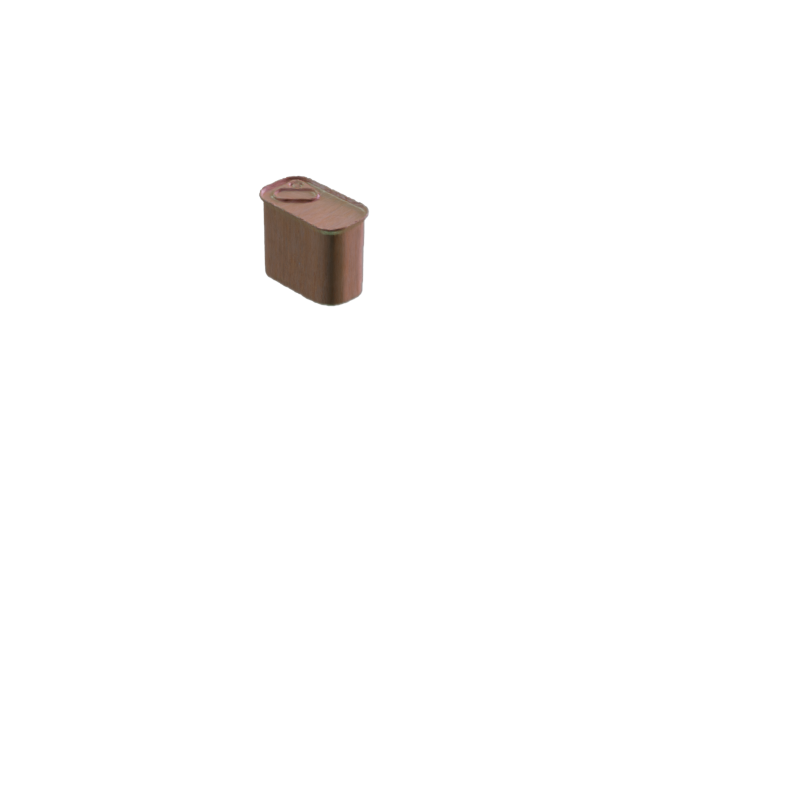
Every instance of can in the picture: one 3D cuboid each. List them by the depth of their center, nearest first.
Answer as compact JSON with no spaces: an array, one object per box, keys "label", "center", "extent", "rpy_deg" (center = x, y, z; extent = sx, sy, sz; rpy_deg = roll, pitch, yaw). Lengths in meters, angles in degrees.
[{"label":"can","center":[-0.078,-0.142,0.991],"extent":[0.109,0.078,0.057],"rpy_deg":[31,44,34]}]
